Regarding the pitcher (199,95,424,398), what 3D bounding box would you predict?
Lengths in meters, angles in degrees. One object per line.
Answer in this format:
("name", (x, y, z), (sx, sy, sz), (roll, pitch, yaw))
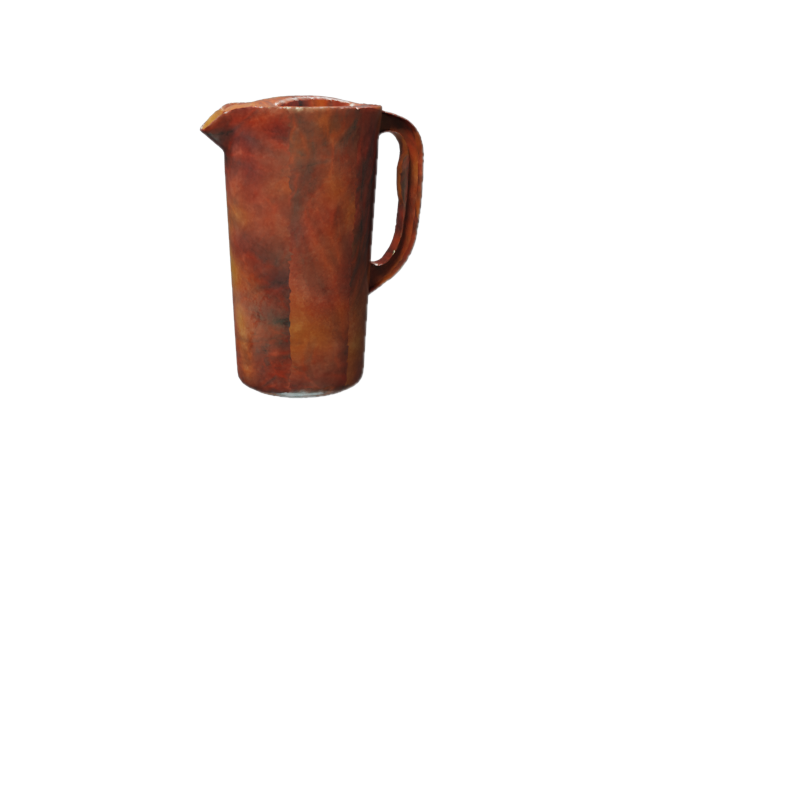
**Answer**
("pitcher", (-0.073, -0.132, 0.928), (0.155, 0.237, 0.144), (6, 13, 25))
